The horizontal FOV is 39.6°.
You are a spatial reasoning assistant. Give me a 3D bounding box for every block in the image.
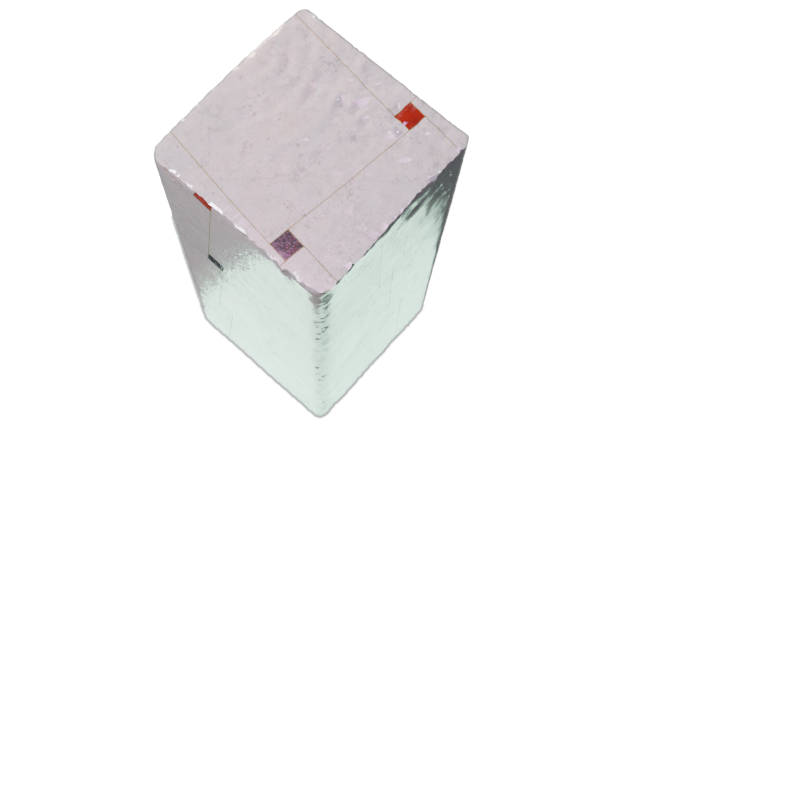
[{"bbox_3d":[-0.041,-0.073,0.516,0.093,0.091,0.198,41,-14,7],"label":"block"}]
